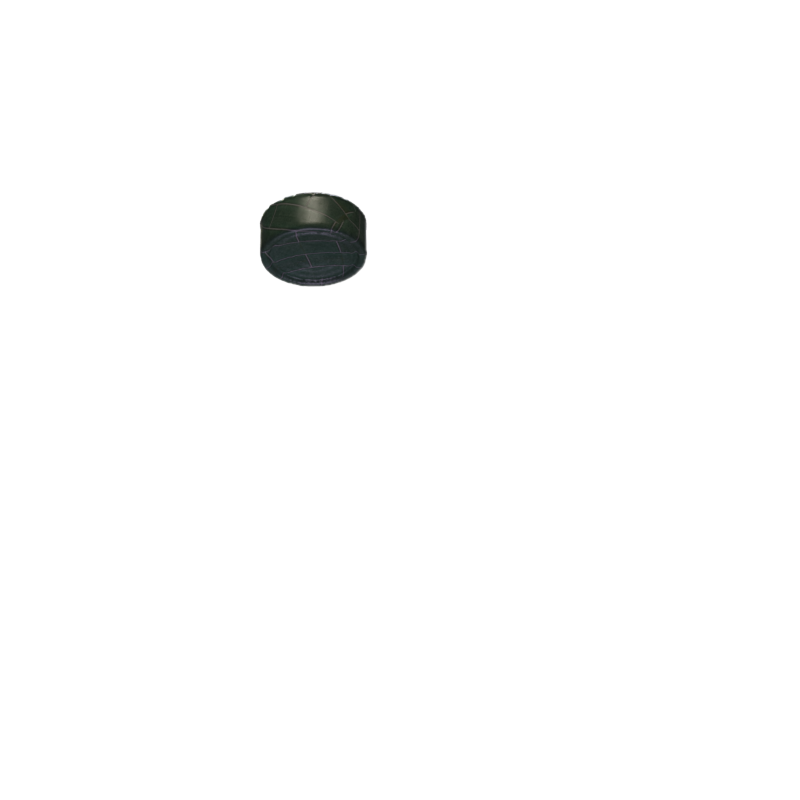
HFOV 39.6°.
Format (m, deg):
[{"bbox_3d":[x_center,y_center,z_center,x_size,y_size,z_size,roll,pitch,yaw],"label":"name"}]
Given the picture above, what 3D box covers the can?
[{"bbox_3d":[-0.069,-0.126,0.879,0.086,0.036,0.081,1,-30,-2],"label":"can"}]
